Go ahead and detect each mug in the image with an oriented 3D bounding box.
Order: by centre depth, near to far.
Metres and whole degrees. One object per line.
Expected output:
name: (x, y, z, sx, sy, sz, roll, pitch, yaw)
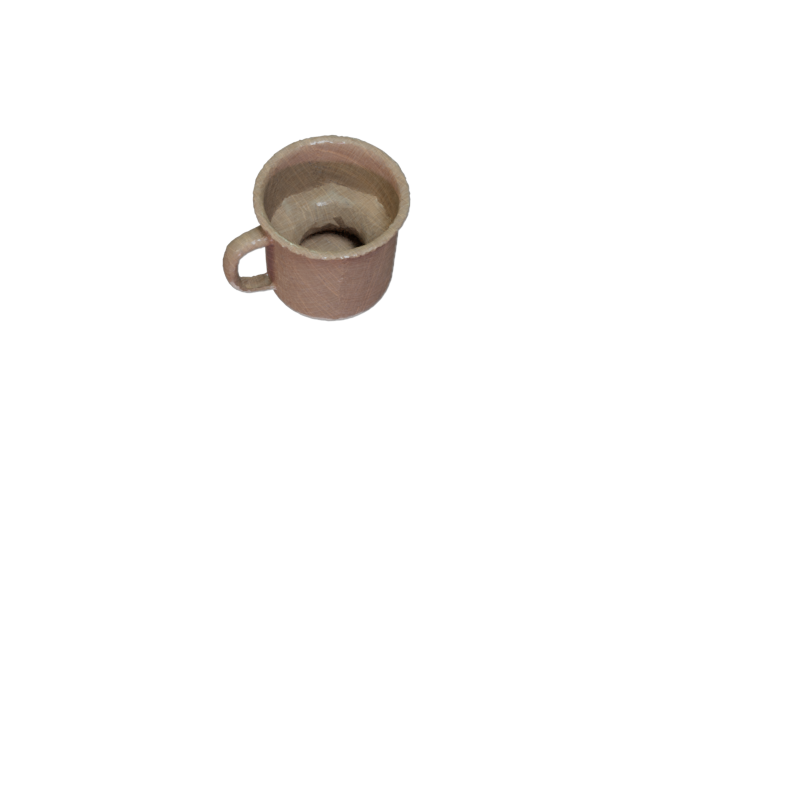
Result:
mug: (-0.053, -0.097, 0.680, 0.117, 0.100, 0.076, -25, -28, -16)
